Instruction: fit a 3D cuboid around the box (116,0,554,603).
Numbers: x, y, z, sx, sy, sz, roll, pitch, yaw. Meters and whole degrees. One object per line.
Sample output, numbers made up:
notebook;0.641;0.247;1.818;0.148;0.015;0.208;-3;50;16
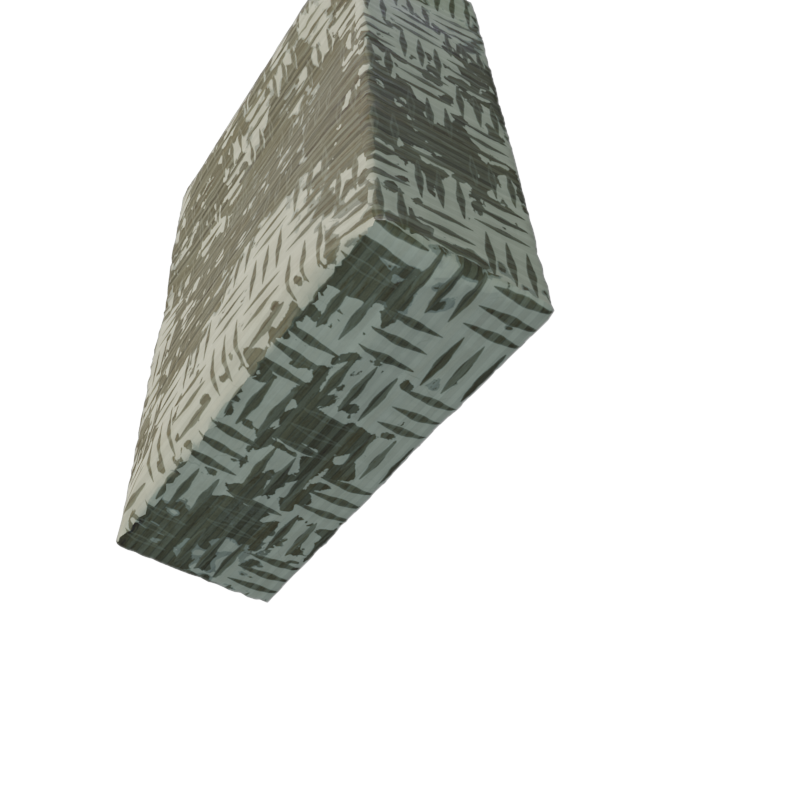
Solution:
box;-0.034;-0.062;0.432;0.069;0.229;0.160;26;-55;-24
